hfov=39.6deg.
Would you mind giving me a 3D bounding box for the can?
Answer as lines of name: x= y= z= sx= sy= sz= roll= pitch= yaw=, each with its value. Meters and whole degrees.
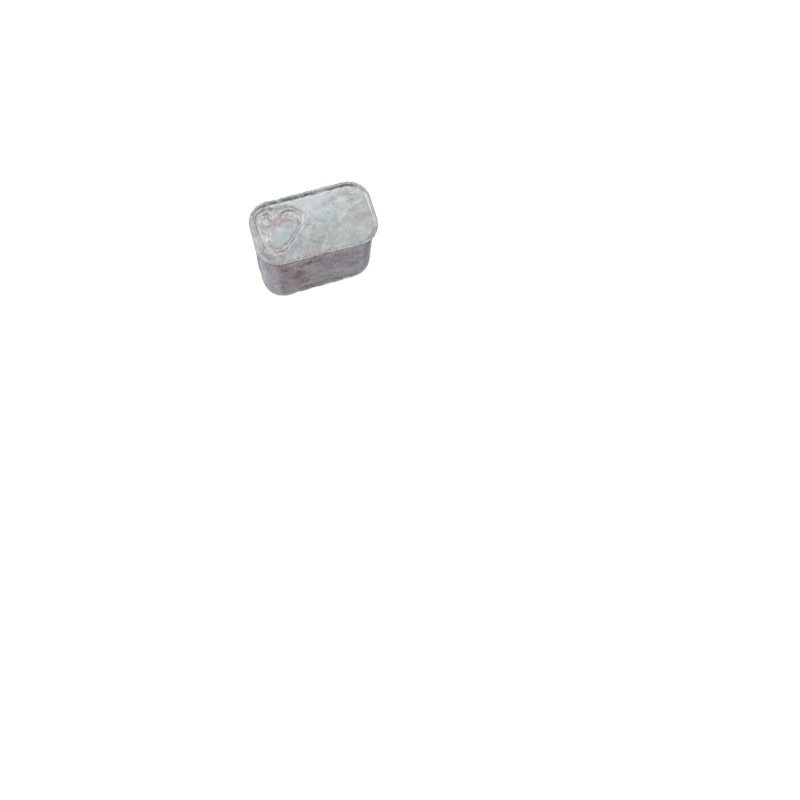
can: x=-0.073 y=-0.133 z=0.933 sx=0.101 sy=0.060 sz=0.080 roll=-15 pitch=-16 yaw=-7
